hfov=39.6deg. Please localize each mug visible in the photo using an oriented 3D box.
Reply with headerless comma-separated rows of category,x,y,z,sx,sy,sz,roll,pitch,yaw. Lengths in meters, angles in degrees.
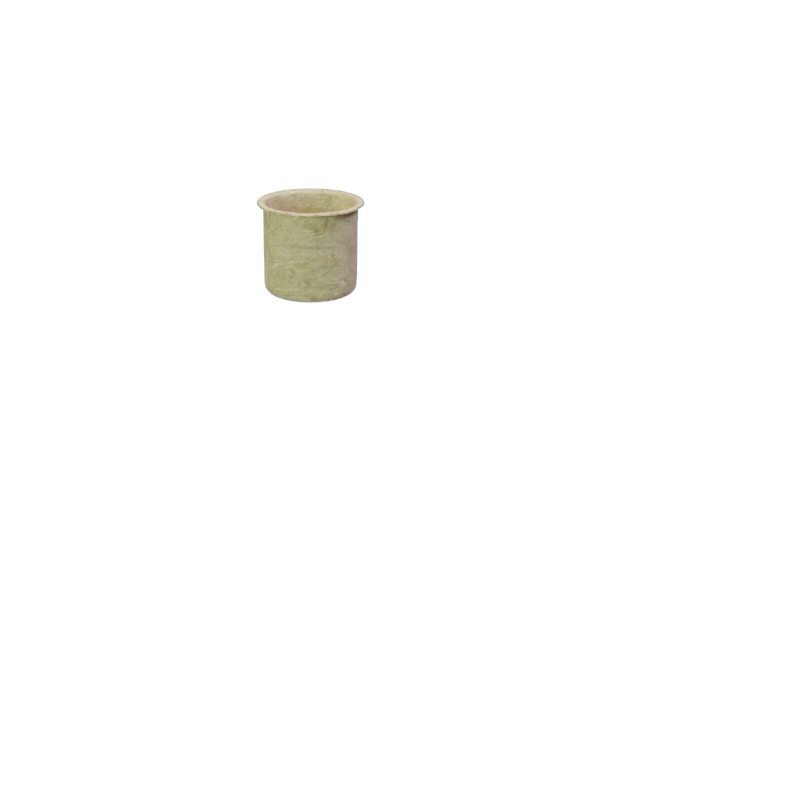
mug,-0.077,-0.140,0.980,0.094,0.078,0.121,4,22,8
